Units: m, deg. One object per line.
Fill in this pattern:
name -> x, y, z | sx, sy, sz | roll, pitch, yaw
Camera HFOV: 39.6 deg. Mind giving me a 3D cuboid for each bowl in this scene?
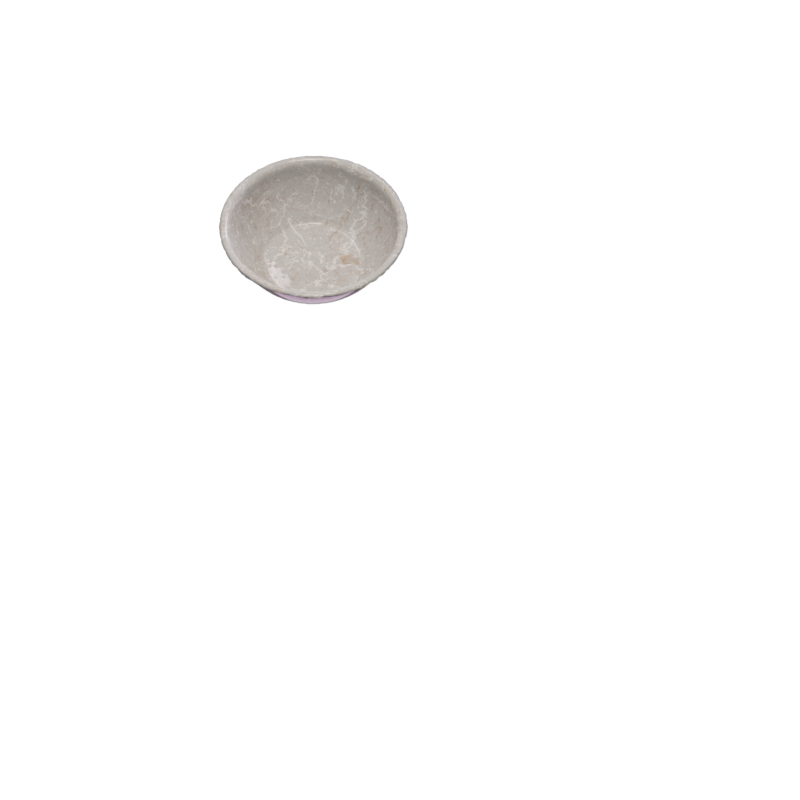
bowl -> -0.076, -0.138, 0.969 | 0.162, 0.174, 0.051 | -1, -37, -1
